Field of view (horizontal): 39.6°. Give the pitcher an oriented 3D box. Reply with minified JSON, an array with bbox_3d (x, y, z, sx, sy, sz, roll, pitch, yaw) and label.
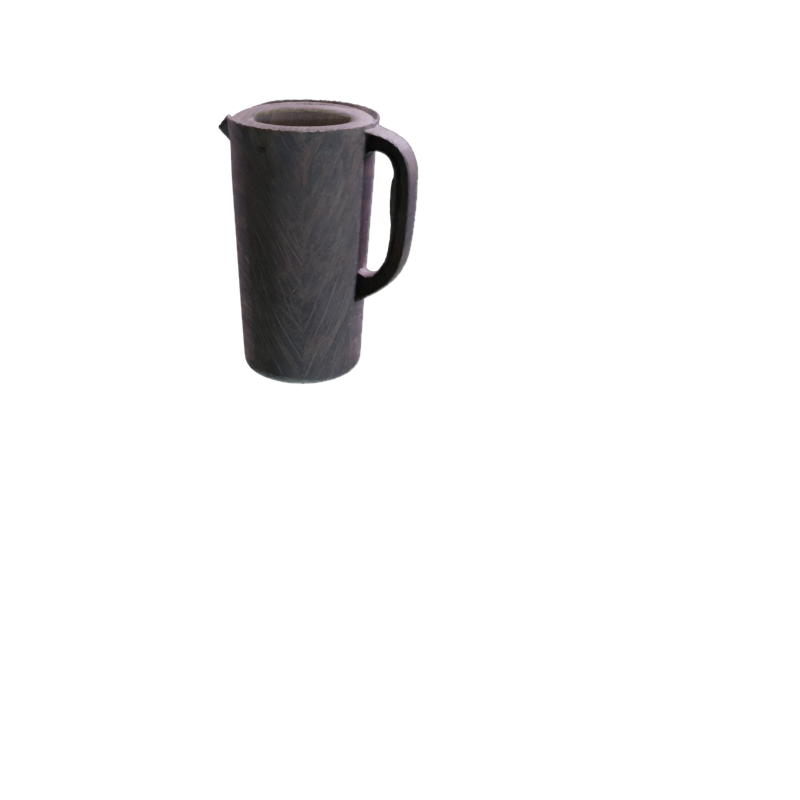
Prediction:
[{"bbox_3d":[-0.077,-0.141,0.988,0.142,0.232,0.159,-7,22,-20],"label":"pitcher"}]
